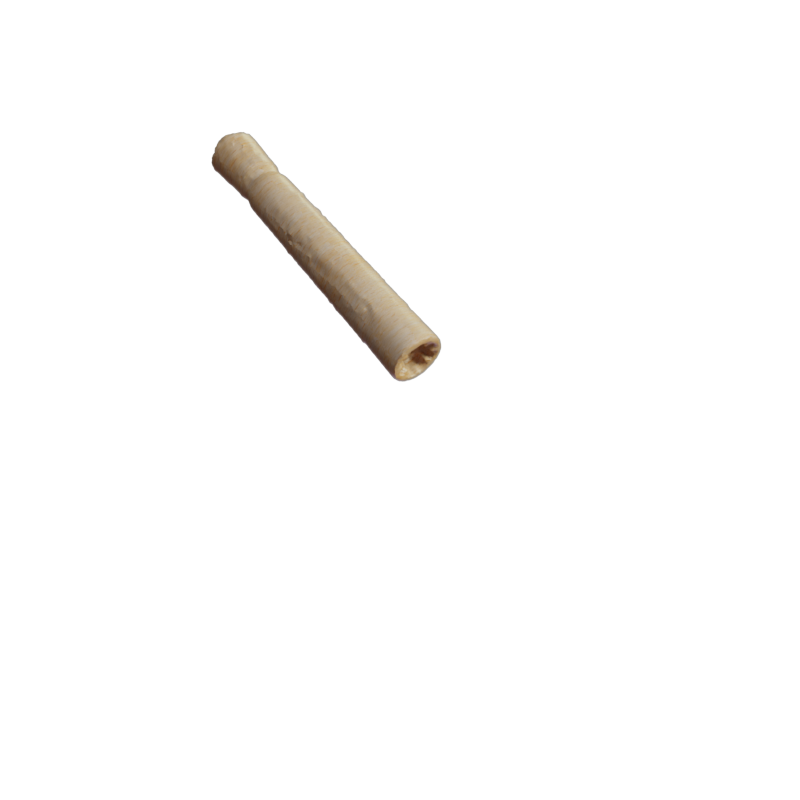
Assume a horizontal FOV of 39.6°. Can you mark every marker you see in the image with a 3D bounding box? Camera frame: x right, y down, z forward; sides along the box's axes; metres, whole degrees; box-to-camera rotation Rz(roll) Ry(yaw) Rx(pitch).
[{"bbox_3d":[-0.030,-0.054,0.378,0.019,0.019,0.130,-2,42,-43],"label":"marker"}]
